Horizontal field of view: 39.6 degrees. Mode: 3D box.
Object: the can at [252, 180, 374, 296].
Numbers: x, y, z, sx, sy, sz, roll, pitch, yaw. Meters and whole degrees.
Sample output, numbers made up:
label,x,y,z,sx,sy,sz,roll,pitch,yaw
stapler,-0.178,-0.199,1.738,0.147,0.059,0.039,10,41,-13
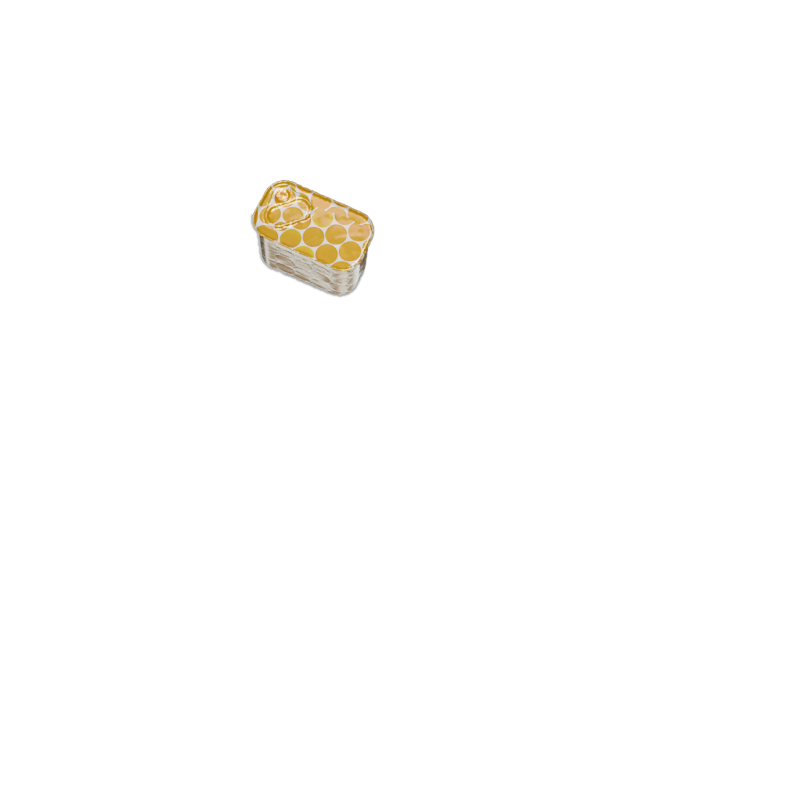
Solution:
label,x,y,z,sx,sy,sz,roll,pitch,yaw
can,-0.077,-0.140,0.979,0.104,0.059,0.080,25,-16,6
